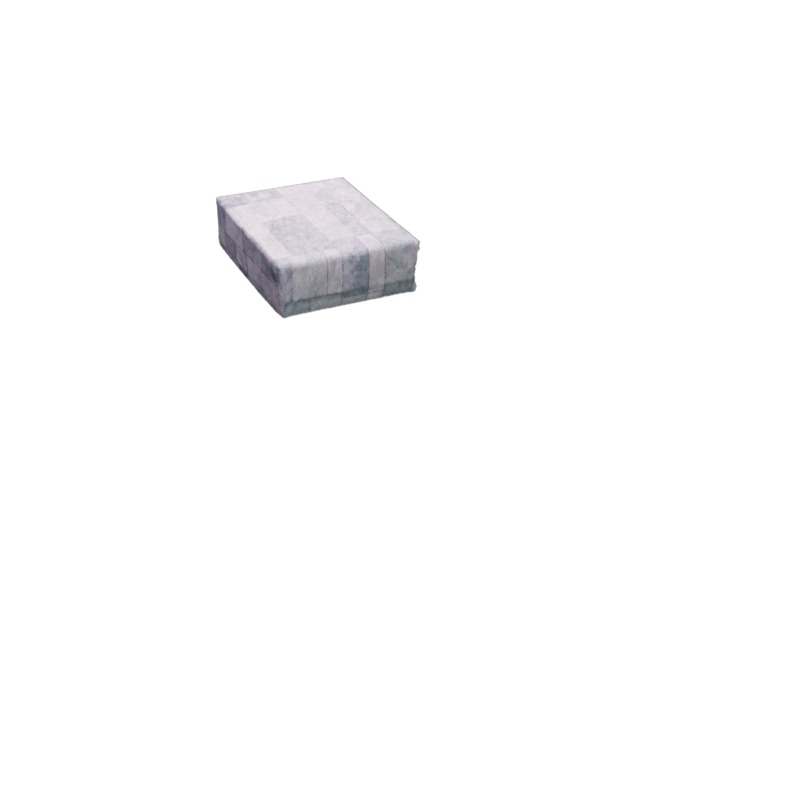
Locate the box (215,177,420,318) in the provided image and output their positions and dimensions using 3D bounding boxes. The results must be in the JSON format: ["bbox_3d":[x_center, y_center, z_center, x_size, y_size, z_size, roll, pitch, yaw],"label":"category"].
[{"bbox_3d":[-0.053,-0.097,0.679,0.088,0.037,0.122,-14,36,-21],"label":"box"}]
